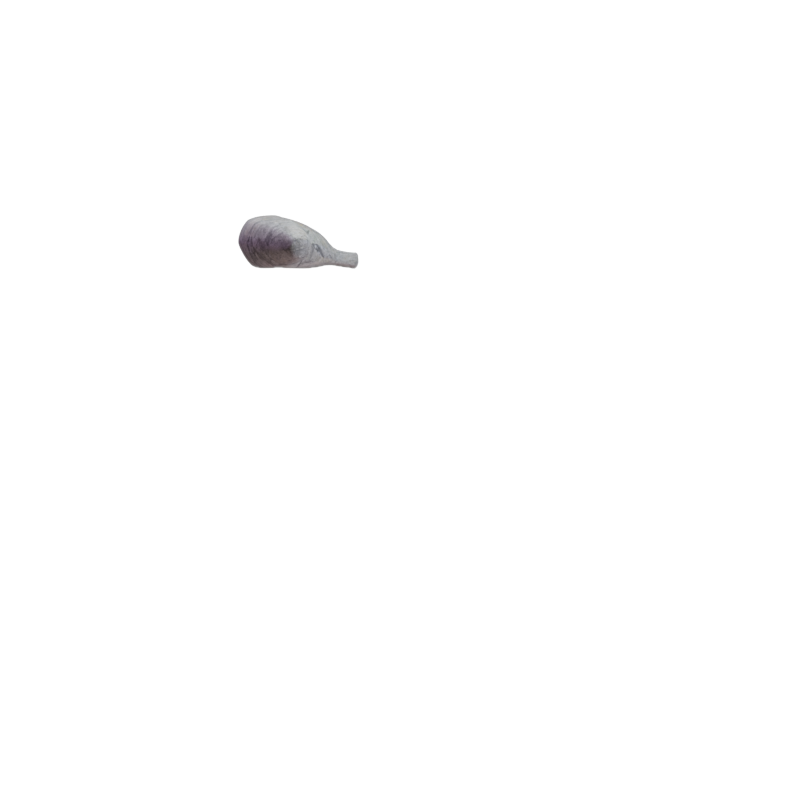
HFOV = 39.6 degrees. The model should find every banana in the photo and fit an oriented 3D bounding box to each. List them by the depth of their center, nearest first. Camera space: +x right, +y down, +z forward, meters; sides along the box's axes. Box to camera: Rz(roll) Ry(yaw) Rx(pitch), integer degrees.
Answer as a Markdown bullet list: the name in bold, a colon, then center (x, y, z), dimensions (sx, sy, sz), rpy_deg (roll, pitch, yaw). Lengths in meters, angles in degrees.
- **banana**: center (-0.078, -0.110, 0.771), dimensions (0.070, 0.036, 0.196), rpy_deg (1, 6, 8)
